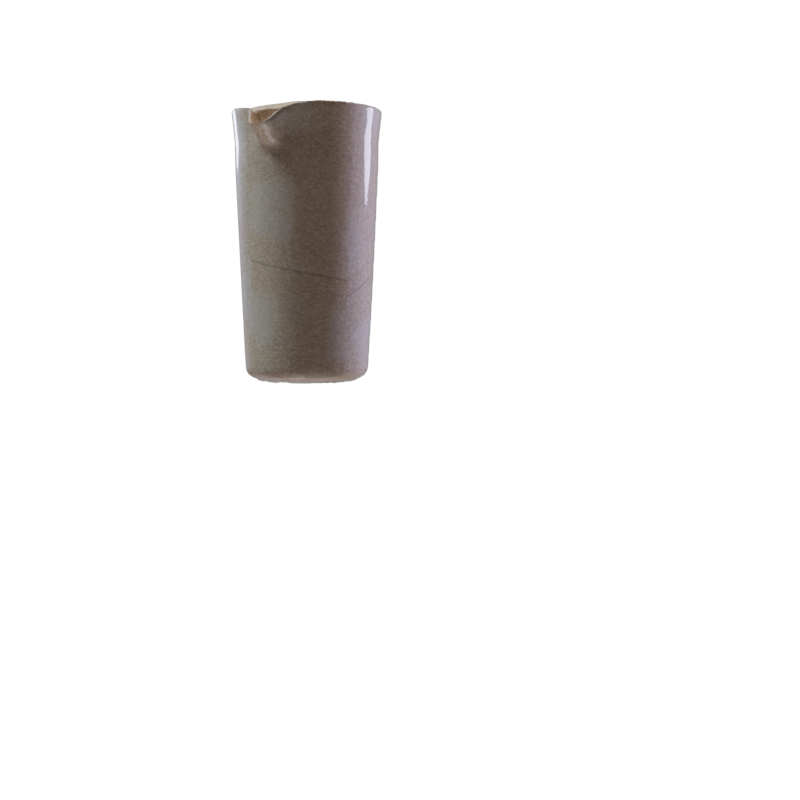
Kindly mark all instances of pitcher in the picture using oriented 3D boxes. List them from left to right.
[{"bbox_3d":[-0.077,-0.141,0.989,0.146,0.244,0.148,0,0,-20],"label":"pitcher"}]
